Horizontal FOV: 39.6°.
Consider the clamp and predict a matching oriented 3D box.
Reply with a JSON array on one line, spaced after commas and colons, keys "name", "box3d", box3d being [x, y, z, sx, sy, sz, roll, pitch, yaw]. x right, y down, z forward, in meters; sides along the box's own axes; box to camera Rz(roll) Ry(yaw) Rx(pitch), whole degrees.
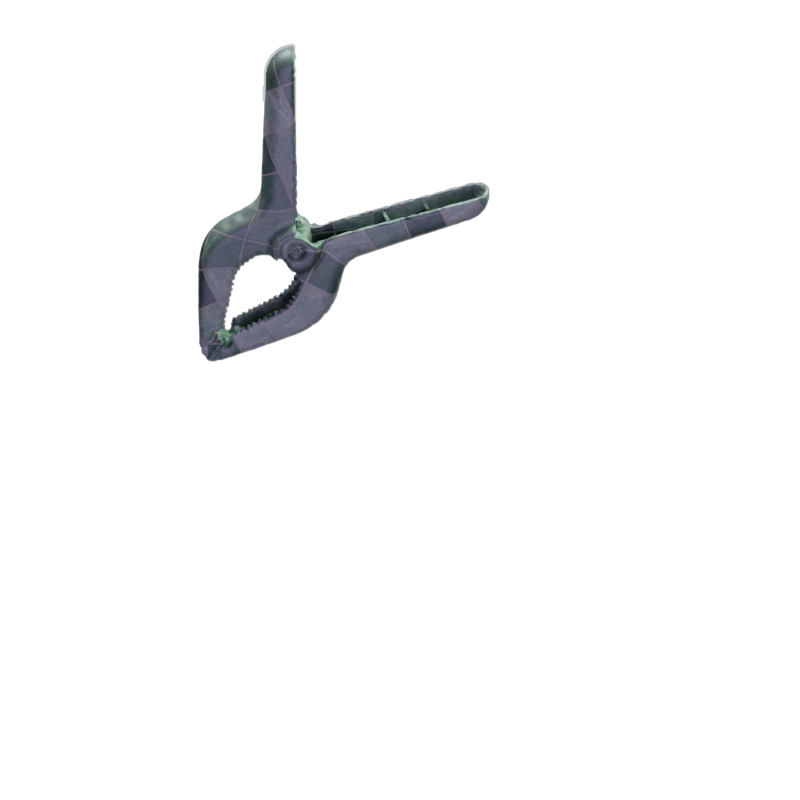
[{"name": "clamp", "box3d": [-0.056, -0.102, 0.713, 0.160, 0.204, 0.038, 28, 23, -14]}]
